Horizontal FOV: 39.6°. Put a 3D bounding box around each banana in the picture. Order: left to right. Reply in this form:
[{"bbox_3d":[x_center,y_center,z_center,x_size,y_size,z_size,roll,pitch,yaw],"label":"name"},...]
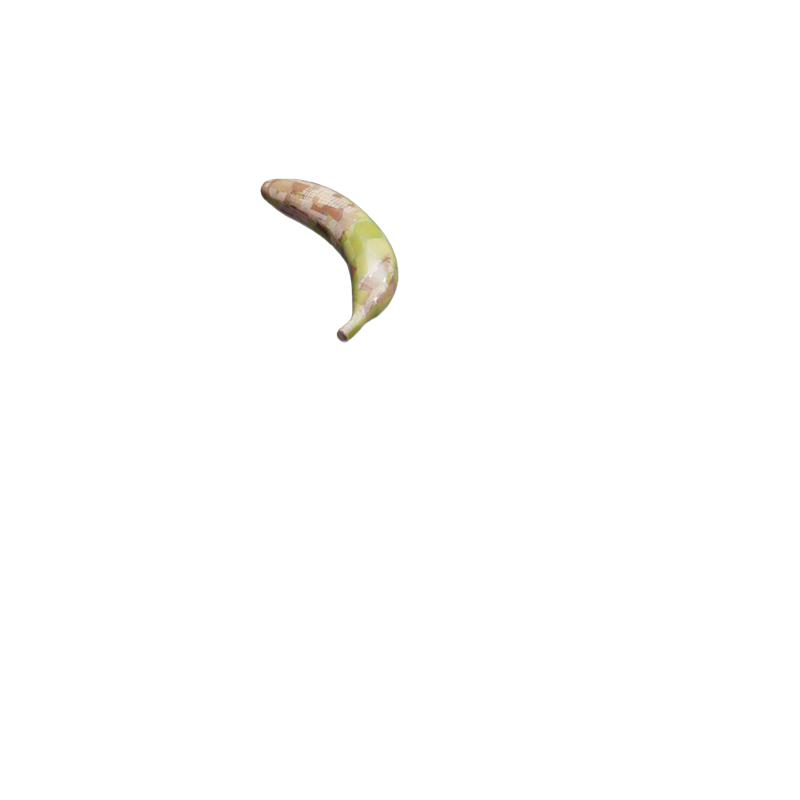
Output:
[{"bbox_3d":[-0.049,-0.125,0.862,0.069,0.034,0.214,-14,43,-16],"label":"banana"}]
